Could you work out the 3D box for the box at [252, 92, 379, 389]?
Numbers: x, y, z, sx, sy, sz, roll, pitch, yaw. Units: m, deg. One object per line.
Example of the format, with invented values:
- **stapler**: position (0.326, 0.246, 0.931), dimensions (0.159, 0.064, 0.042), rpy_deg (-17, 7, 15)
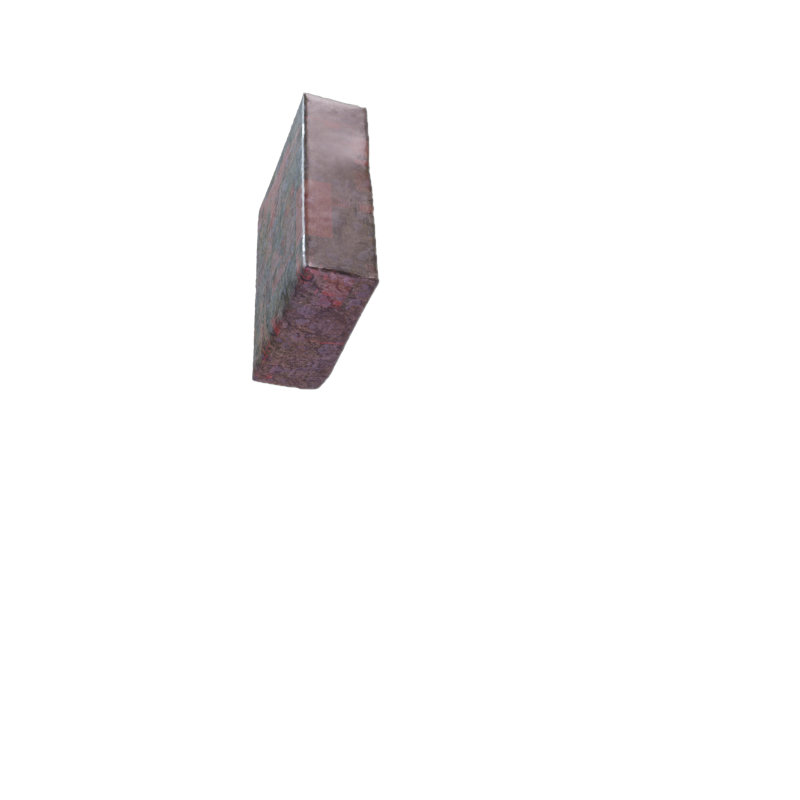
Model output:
- **box**: position (-0.078, -0.142, 0.996), dimensions (0.070, 0.229, 0.157), rpy_deg (11, -41, -17)
